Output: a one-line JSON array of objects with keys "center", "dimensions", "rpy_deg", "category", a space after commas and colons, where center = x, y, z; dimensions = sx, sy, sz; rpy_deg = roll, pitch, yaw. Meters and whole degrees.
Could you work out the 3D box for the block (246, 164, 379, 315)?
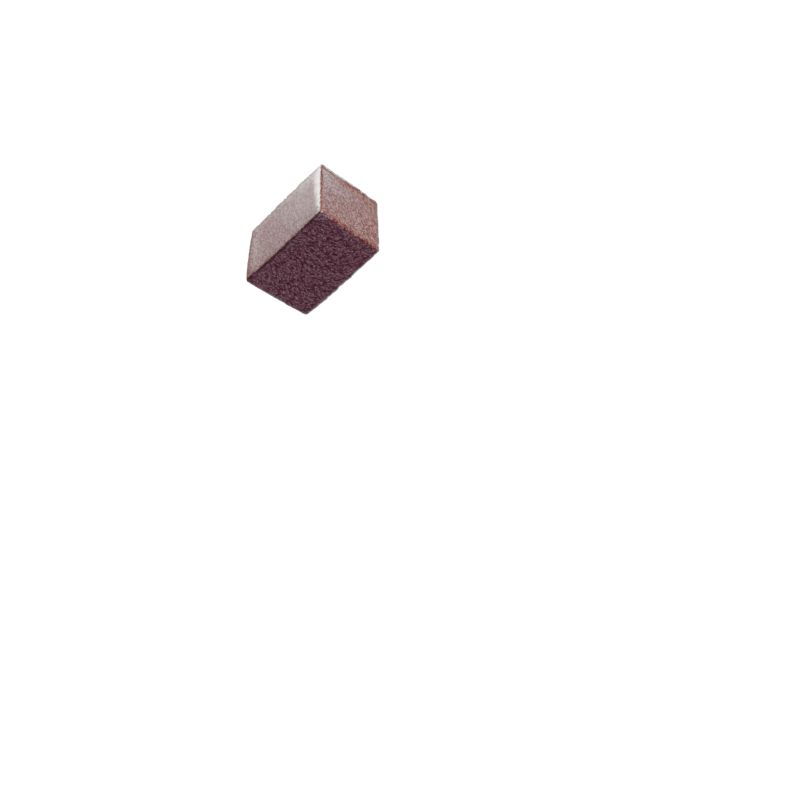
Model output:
[{"center": [-0.058, -0.106, 0.740], "dimensions": [0.050, 0.055, 0.077], "rpy_deg": [33, -56, -29], "category": "block"}]
